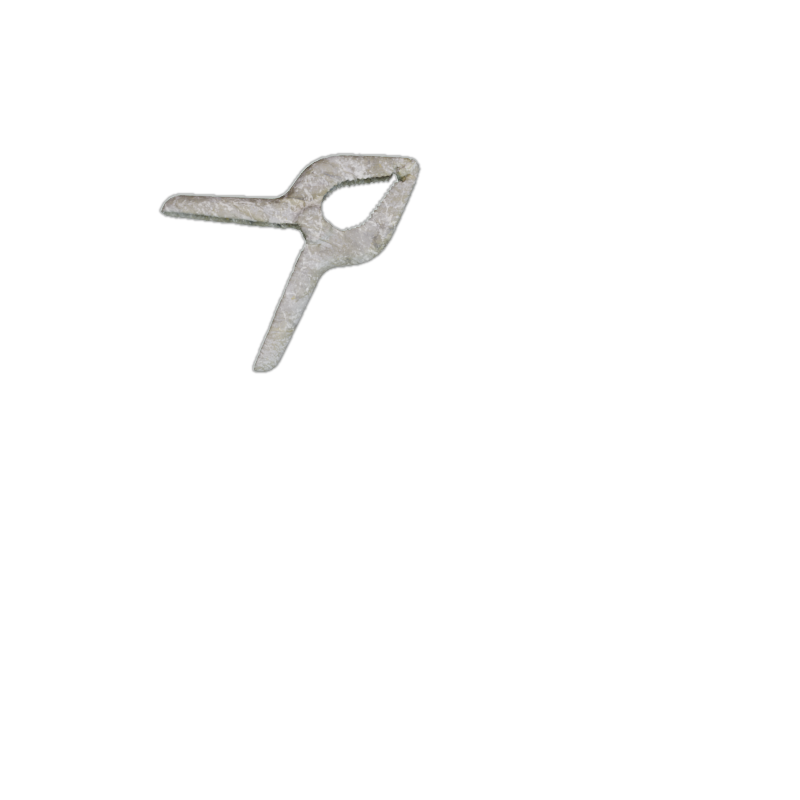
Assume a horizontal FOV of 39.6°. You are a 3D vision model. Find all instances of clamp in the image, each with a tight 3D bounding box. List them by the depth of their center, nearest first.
[{"bbox_3d":[-0.071,-0.130,0.913,0.210,0.169,0.035,-24,-9,-4],"label":"clamp"}]
